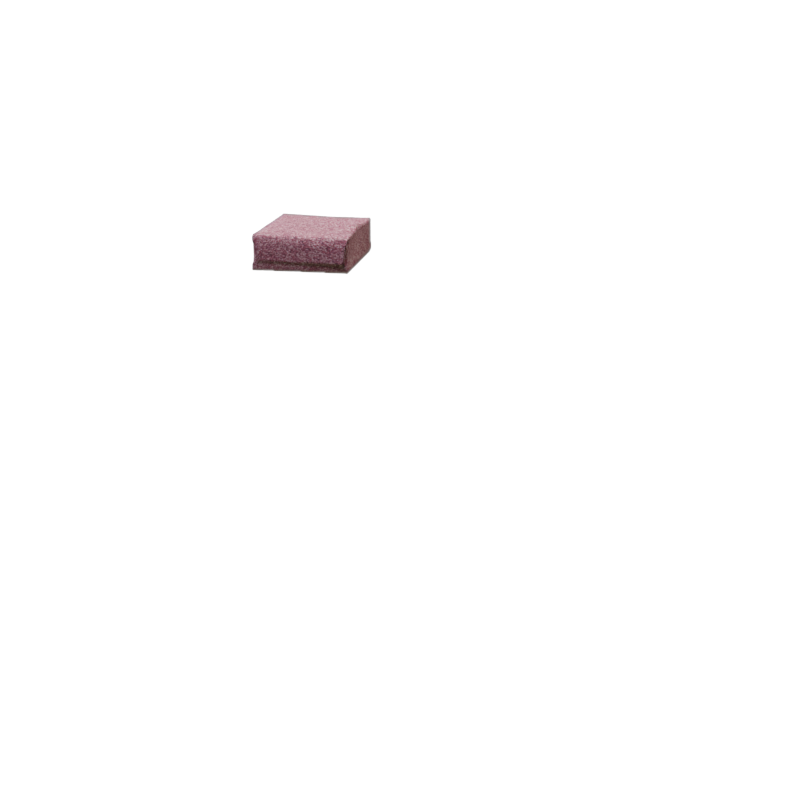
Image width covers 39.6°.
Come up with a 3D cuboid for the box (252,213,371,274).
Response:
[{"bbox_3d":[-0.066,-0.121,0.846,0.074,0.029,0.091,4,19,11],"label":"box"}]
